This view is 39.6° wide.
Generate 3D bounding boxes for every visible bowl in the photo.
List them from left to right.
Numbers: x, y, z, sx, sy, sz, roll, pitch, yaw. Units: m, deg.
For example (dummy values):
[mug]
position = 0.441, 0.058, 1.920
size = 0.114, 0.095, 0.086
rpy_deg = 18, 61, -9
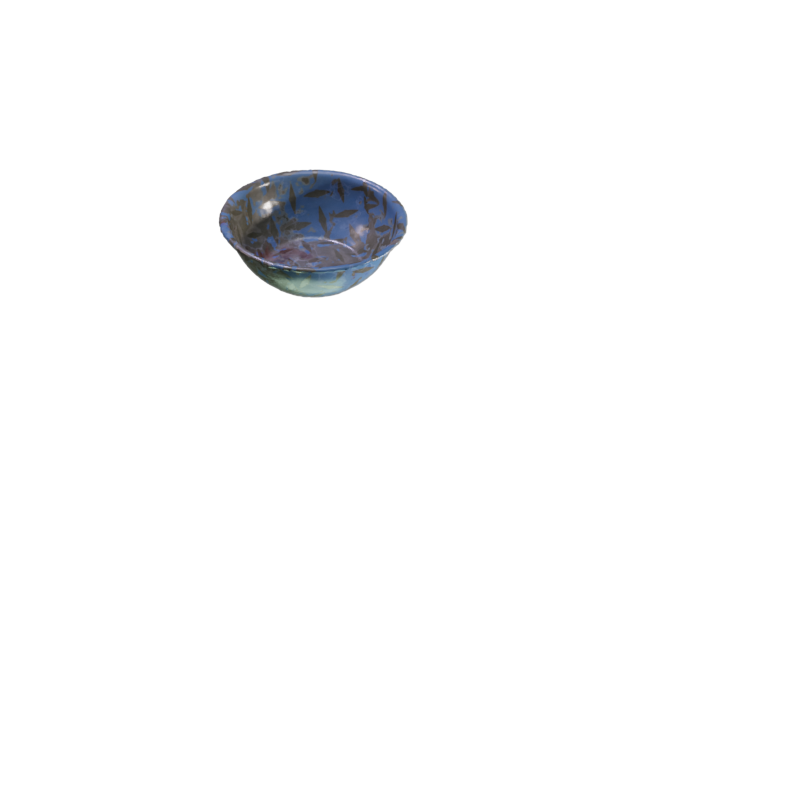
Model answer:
[bowl]
position = -0.076, -0.138, 0.965
size = 0.162, 0.051, 0.174
rpy_deg = -1, 39, -2
